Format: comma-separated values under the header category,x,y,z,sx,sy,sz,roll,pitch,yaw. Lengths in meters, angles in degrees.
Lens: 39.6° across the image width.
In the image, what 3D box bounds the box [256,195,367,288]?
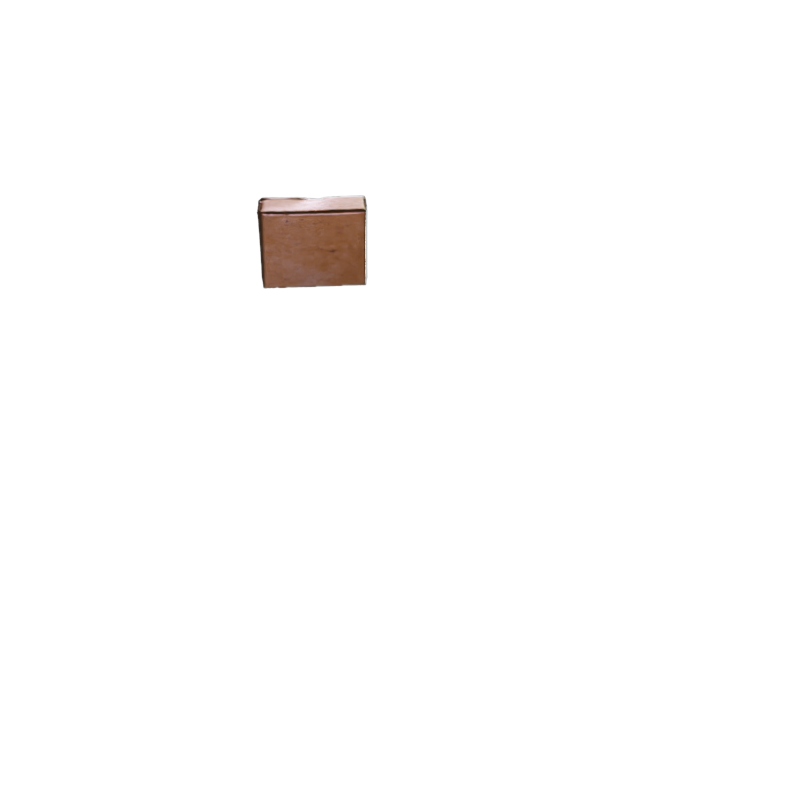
category,x,y,z,sx,sy,sz,roll,pitch,yaw
box,-0.072,-0.131,0.917,0.089,0.068,0.032,-1,34,0
